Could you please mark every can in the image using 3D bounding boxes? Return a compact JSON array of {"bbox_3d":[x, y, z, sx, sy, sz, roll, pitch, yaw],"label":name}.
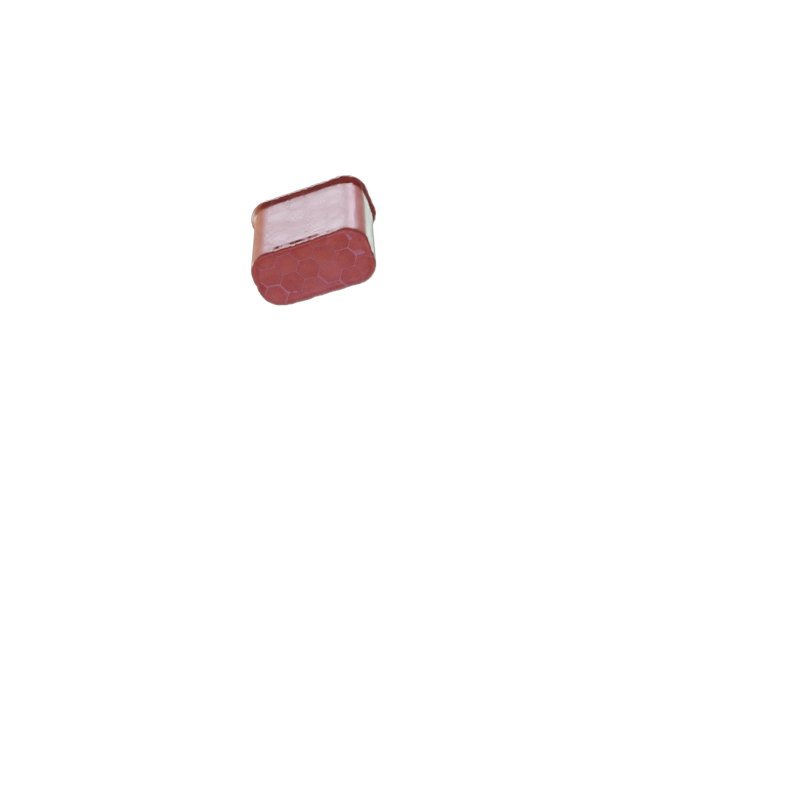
[{"bbox_3d":[-0.070,-0.127,0.892,0.102,0.053,0.089,-17,34,10],"label":"can"}]
